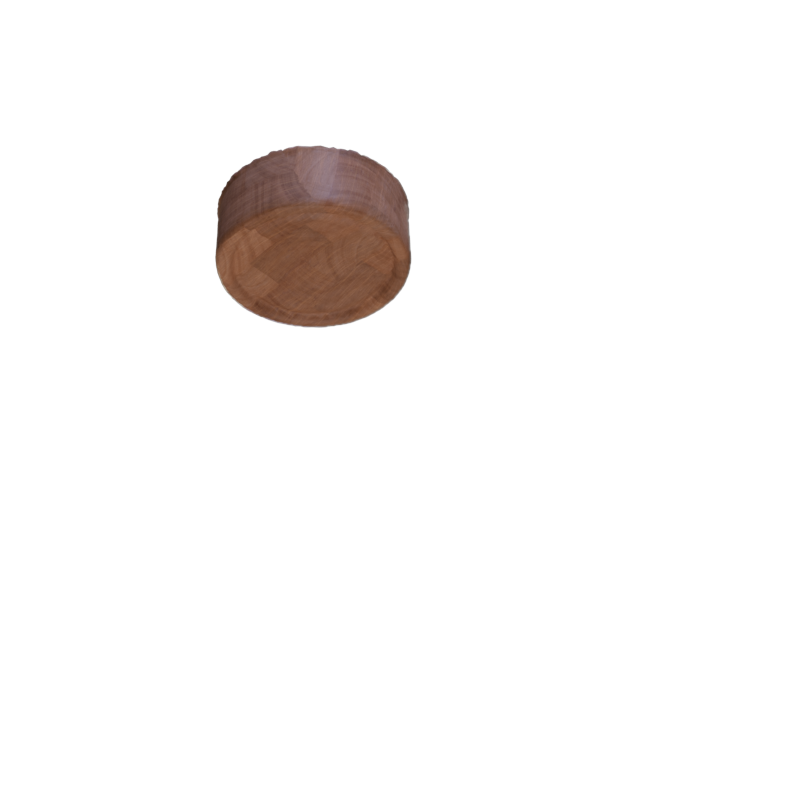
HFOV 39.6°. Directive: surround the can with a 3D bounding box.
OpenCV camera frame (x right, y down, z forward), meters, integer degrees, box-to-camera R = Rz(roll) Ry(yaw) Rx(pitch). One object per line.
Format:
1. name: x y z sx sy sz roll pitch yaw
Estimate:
1. can: -0.038 -0.069 0.485 0.086 0.036 0.080 1 -37 -2
